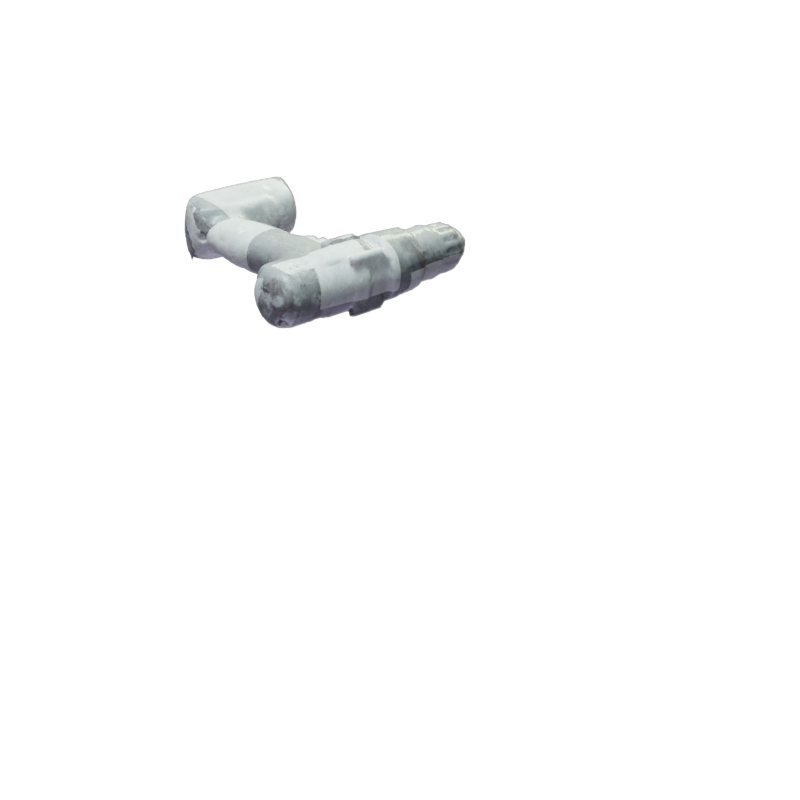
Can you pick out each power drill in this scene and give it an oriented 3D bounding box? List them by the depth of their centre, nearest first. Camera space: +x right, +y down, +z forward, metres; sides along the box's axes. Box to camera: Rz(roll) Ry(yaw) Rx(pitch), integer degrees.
[{"bbox_3d":[-0.068,-0.125,0.874,0.181,0.054,0.201,-19,32,-34],"label":"power drill"}]
